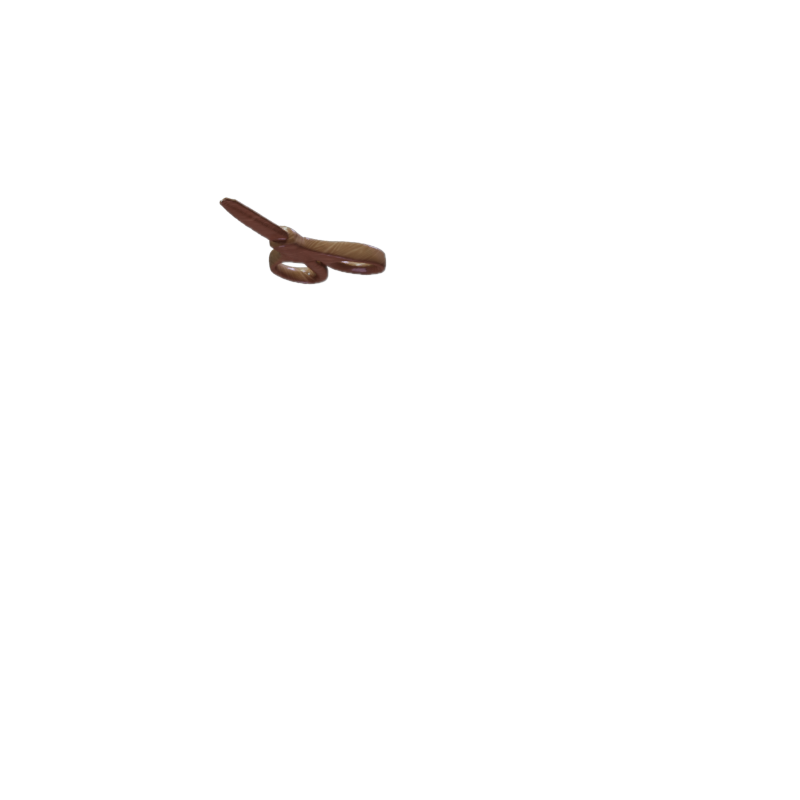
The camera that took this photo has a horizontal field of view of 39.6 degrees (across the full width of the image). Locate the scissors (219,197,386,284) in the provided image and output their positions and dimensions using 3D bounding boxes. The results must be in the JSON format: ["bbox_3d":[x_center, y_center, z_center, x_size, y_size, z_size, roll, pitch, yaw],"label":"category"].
[{"bbox_3d":[-0.060,-0.109,0.764,0.097,0.016,0.195,0,-7,2],"label":"scissors"}]
